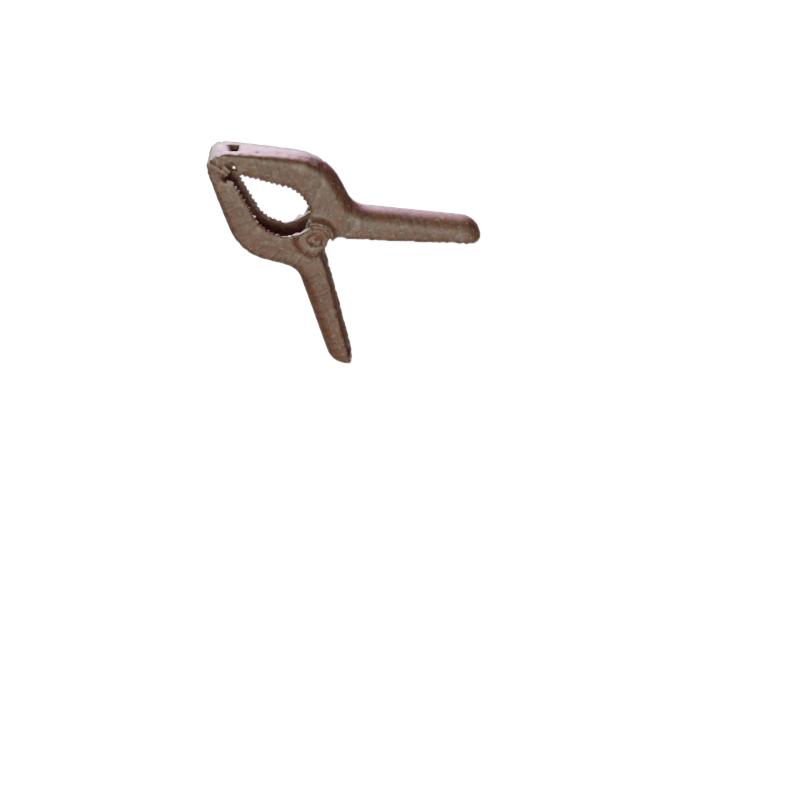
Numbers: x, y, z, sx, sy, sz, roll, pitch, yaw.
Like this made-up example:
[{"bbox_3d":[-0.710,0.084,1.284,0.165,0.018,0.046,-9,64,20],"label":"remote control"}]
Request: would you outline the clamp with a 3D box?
[{"bbox_3d":[-0.067,-0.123,0.859,0.202,0.160,0.039,29,27,-17],"label":"clamp"}]
